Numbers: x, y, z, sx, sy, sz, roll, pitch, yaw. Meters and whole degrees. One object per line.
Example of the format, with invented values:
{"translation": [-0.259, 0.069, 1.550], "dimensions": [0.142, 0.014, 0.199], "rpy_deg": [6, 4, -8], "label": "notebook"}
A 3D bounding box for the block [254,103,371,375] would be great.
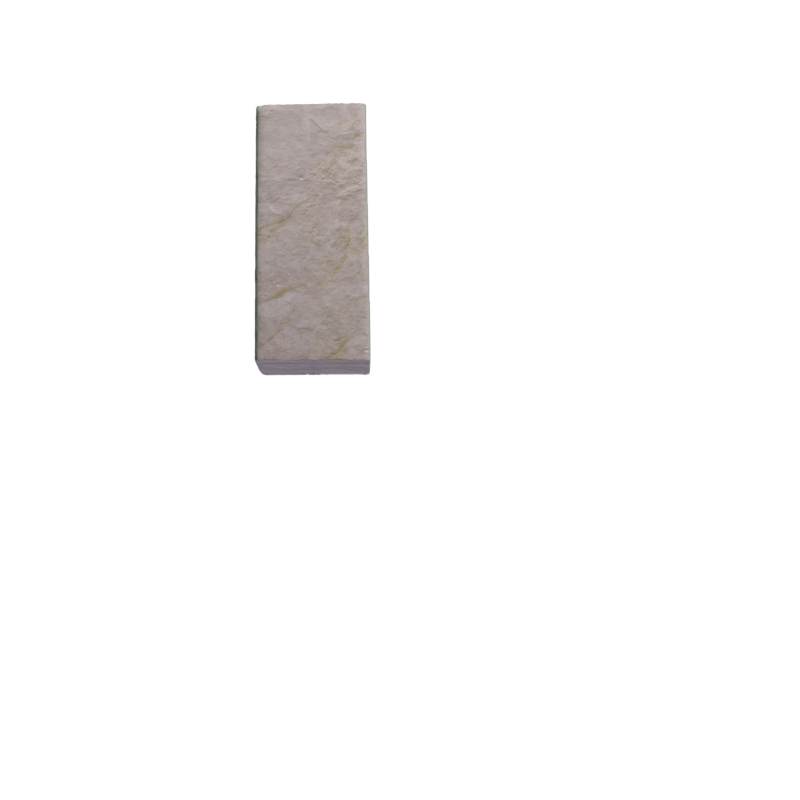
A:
{"translation": [-0.071, -0.129, 0.902], "dimensions": [0.091, 0.213, 0.087], "rpy_deg": [-1, -13, 0], "label": "block"}
